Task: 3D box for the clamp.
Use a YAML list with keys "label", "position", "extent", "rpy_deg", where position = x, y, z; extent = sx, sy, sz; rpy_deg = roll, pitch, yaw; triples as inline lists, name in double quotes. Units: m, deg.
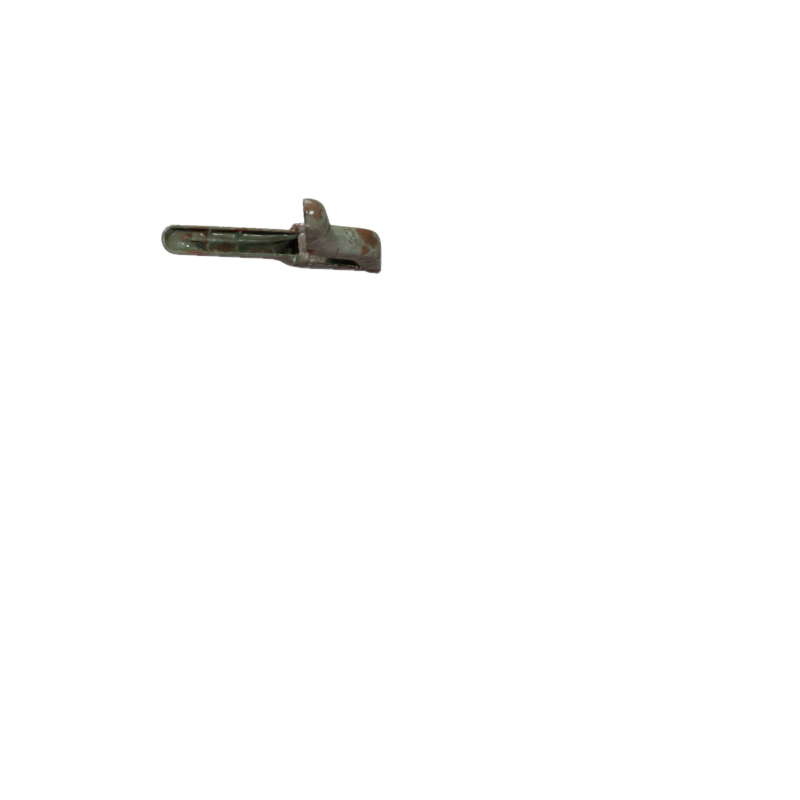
- label: "clamp"
  position: [-0.074, -0.135, 0.947]
  extent: [0.169, 0.037, 0.200]
  rpy_deg: [-3, -4, 43]
